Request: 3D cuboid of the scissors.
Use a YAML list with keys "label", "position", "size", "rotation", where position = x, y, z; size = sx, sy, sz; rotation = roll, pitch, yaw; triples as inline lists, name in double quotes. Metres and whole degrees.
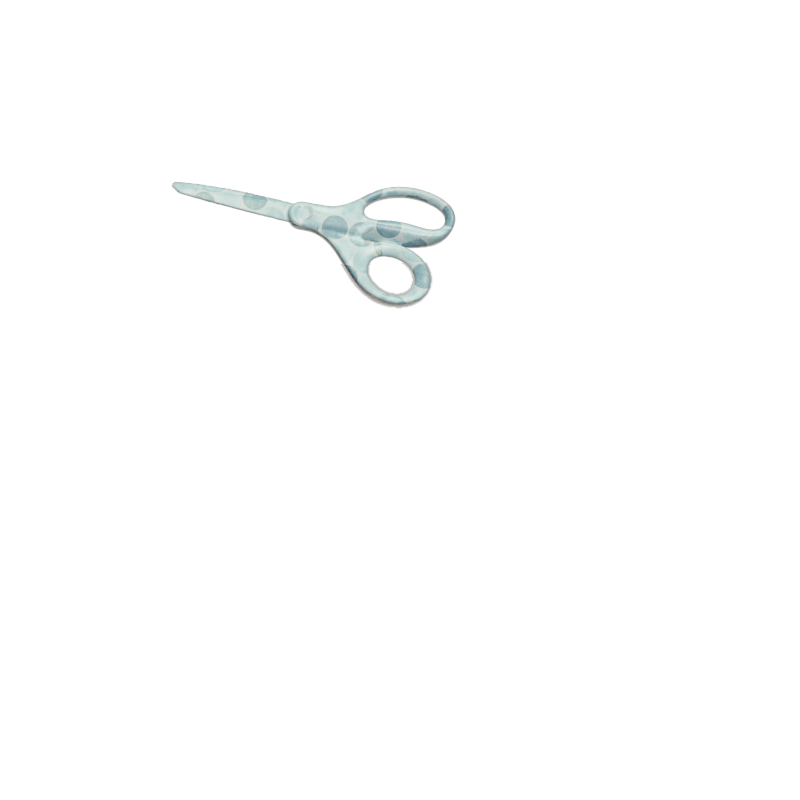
- label: "scissors"
  position: [-0.061, -0.112, 0.784]
  size: [0.201, 0.101, 0.015]
  rotation: [-2, -19, -1]
